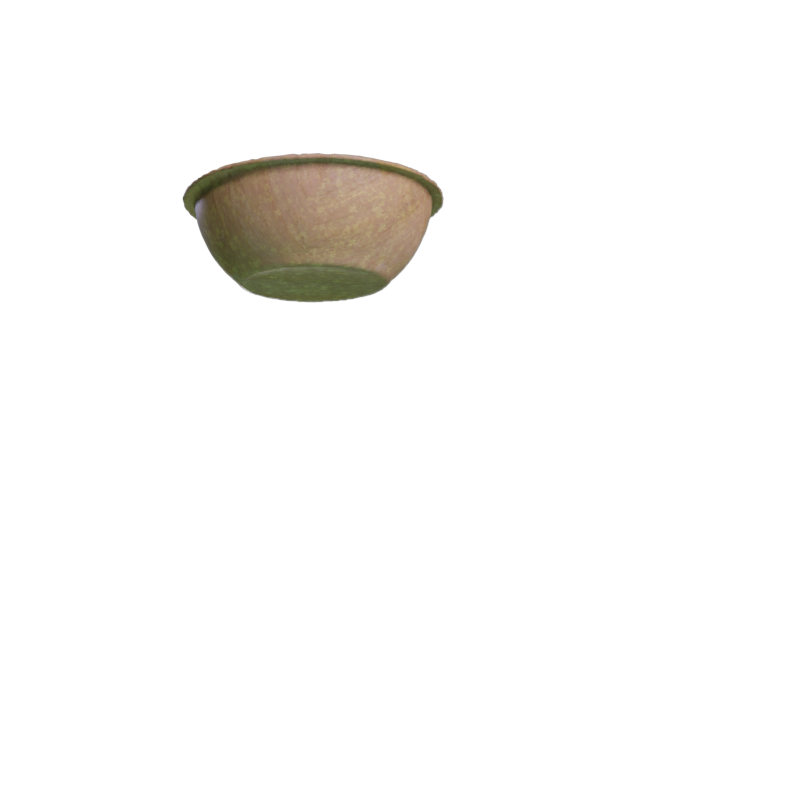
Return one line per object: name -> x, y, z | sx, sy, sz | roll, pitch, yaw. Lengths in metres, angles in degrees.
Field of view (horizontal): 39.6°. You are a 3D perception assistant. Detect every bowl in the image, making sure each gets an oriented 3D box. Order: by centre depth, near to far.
bowl -> -0.053, -0.097, 0.682 | 0.162, 0.057, 0.157 | 0, -10, -2
